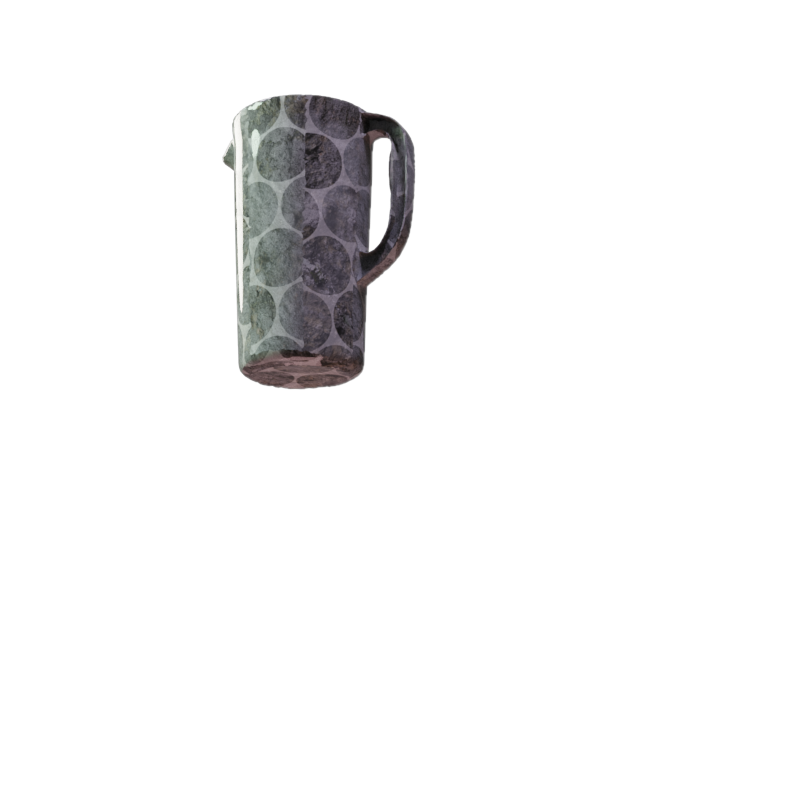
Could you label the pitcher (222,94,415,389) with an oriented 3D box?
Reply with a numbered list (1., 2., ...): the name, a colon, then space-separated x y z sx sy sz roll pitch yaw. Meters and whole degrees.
1. pitcher: -0.077 -0.140 0.979 0.140 0.254 0.147 6 -19 -22
